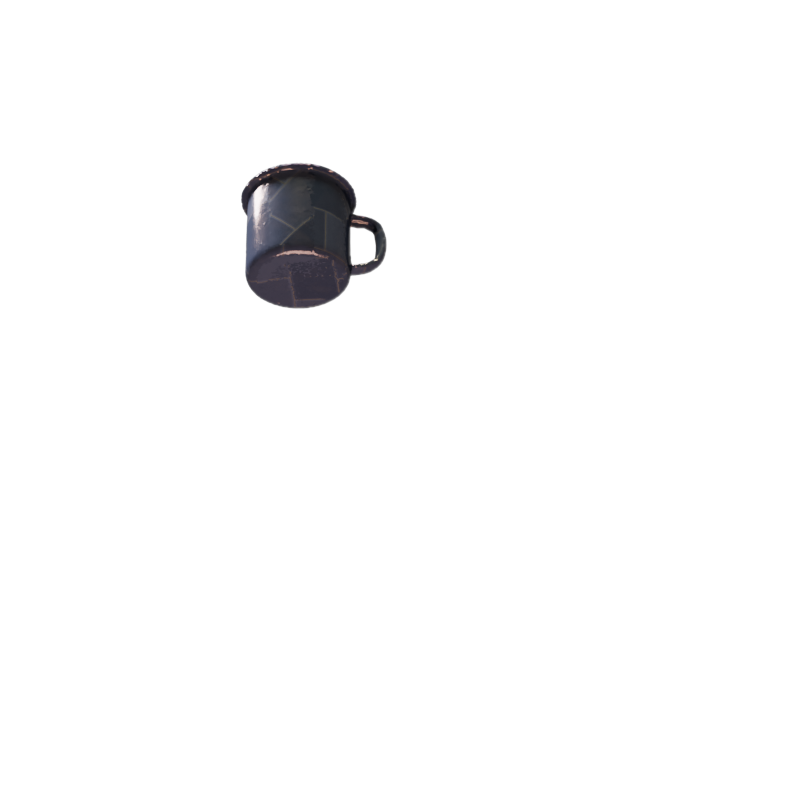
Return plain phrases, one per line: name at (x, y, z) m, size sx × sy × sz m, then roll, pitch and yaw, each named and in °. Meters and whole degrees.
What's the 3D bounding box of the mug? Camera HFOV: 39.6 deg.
mug at (-0.068, -0.125, 0.874) m, size 0.115 × 0.087 × 0.088 m, roll 6°, pitch -34°, yaw -11°
